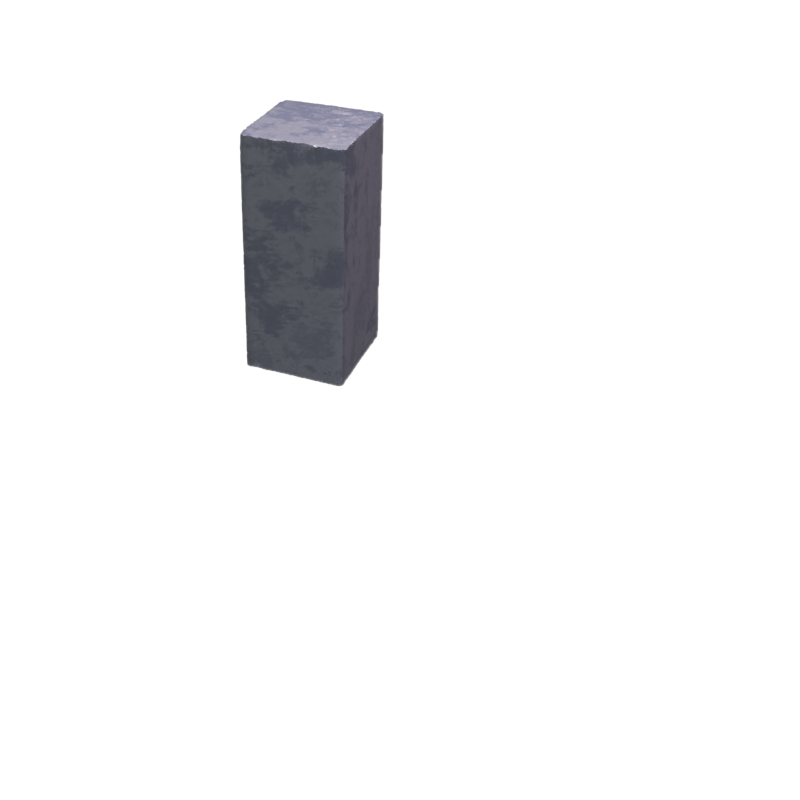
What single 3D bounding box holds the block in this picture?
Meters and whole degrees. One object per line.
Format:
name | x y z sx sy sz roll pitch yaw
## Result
block | -0.071 -0.129 0.905 0.093 0.194 0.093 11 30 16
